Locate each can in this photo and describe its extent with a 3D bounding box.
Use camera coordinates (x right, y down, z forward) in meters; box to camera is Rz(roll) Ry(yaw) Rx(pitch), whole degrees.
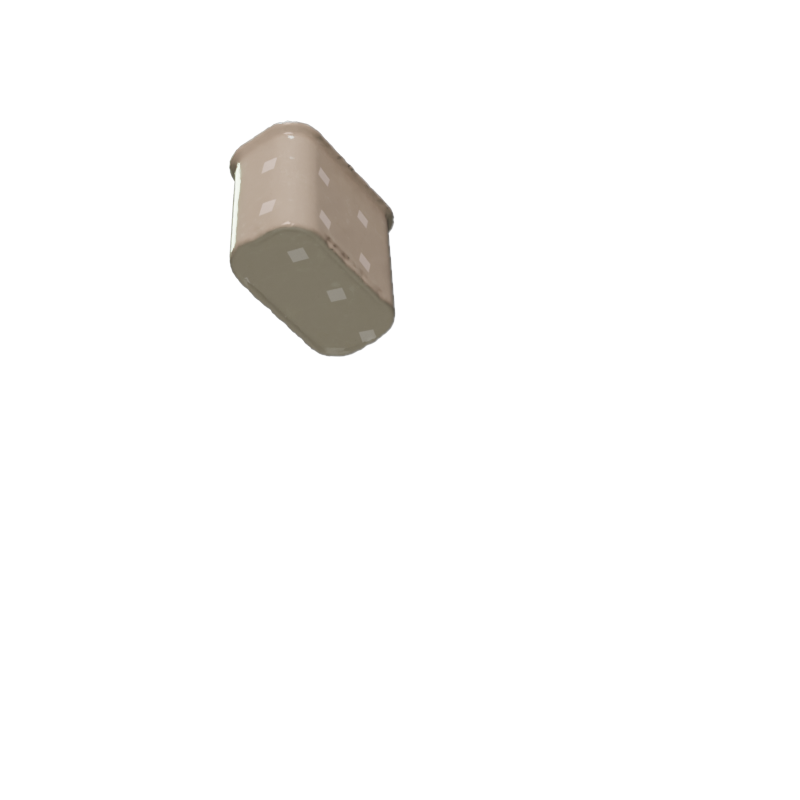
[{"bbox_3d":[-0.046,-0.085,0.593,0.057,0.090,0.095,-29,-51,24],"label":"can"}]
